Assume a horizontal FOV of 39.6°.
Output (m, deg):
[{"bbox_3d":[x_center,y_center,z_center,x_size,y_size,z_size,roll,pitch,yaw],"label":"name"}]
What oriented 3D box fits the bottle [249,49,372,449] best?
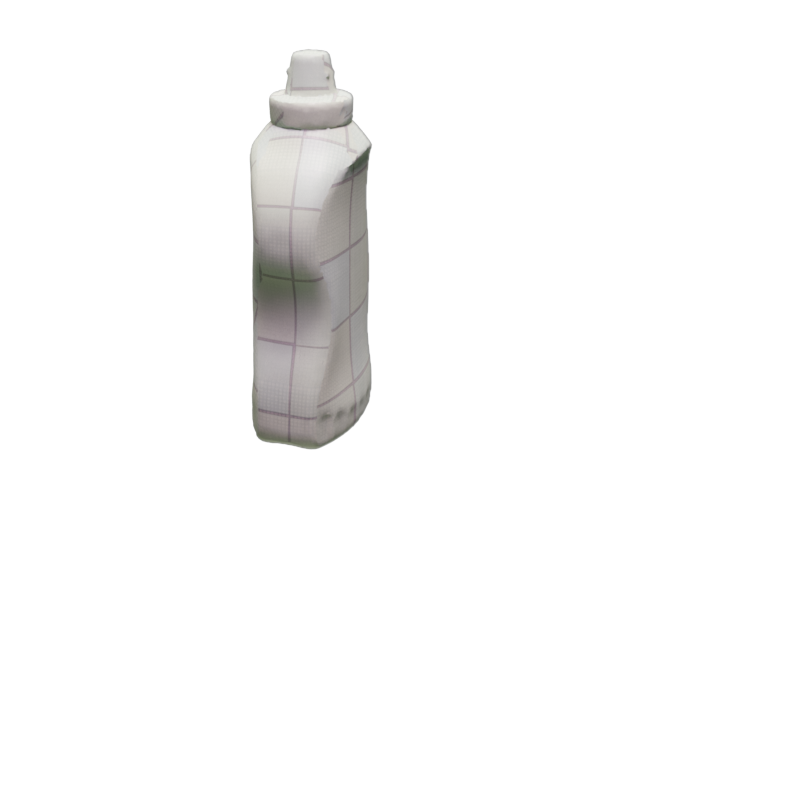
[{"bbox_3d":[-0.044,-0.080,0.561,0.060,0.183,0.098,7,22,15],"label":"bottle"}]
